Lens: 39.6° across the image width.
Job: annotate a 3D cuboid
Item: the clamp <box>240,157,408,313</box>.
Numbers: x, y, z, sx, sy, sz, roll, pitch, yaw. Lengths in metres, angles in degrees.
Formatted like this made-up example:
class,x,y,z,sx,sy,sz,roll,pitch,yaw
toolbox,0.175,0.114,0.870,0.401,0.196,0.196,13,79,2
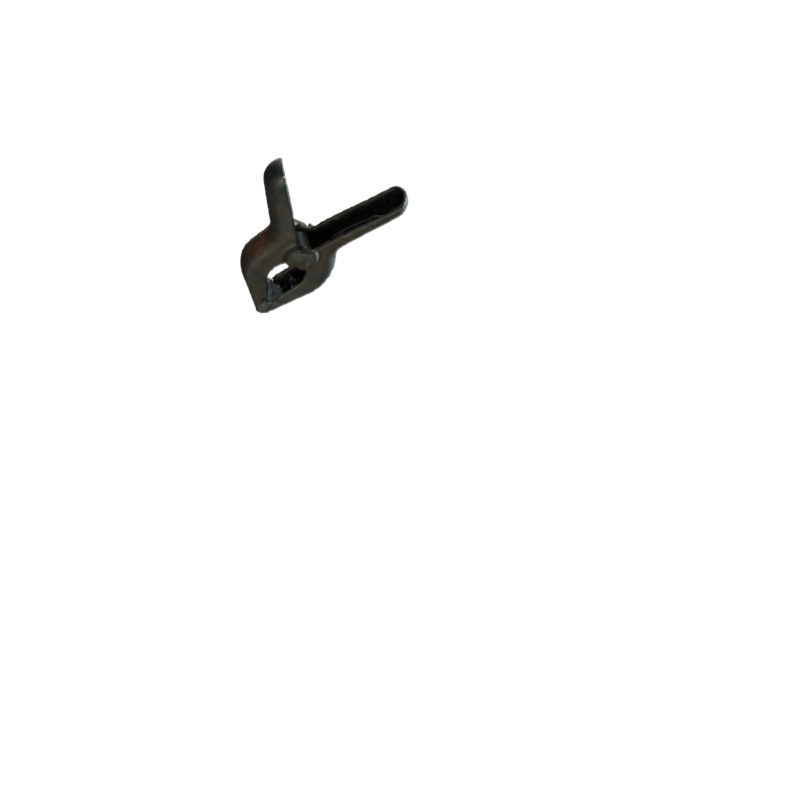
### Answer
class,x,y,z,sx,sy,sz,roll,pitch,yaw
clamp,-0.071,-0.129,0.903,0.117,0.042,0.164,11,-35,-16
